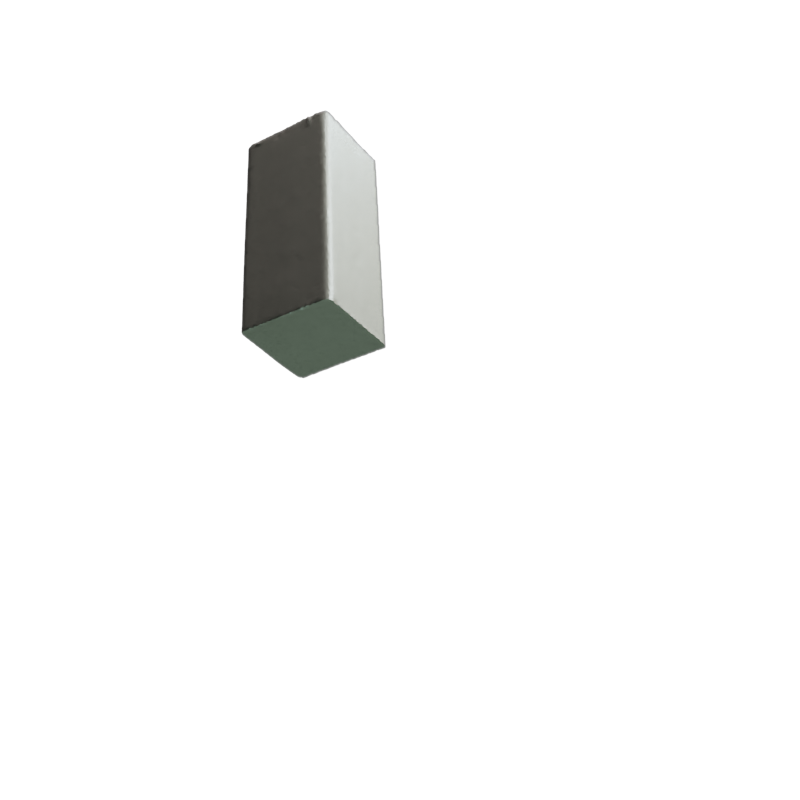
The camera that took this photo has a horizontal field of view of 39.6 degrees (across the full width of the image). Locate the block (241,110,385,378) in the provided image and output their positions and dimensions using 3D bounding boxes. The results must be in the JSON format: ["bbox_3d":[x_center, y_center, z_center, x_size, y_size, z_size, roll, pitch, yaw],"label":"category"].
[{"bbox_3d":[-0.077,-0.139,0.972,0.091,0.221,0.083,-22,-39,25],"label":"block"}]
